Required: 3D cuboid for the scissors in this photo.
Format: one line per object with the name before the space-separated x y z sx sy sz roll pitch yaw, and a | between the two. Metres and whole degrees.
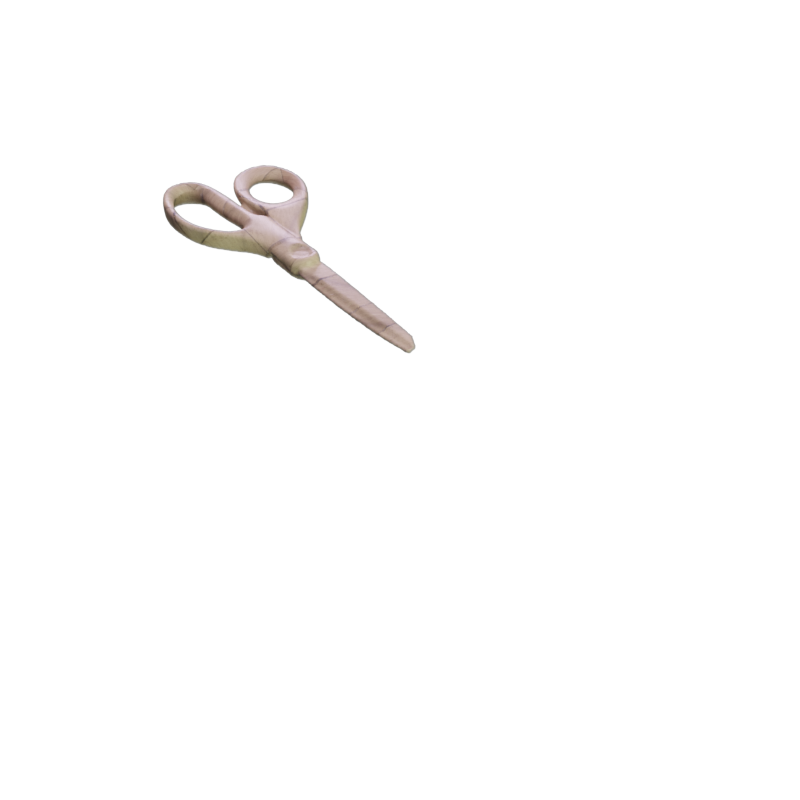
scissors | -0.050 -0.091 0.640 0.213 0.015 0.097 26 46 29
